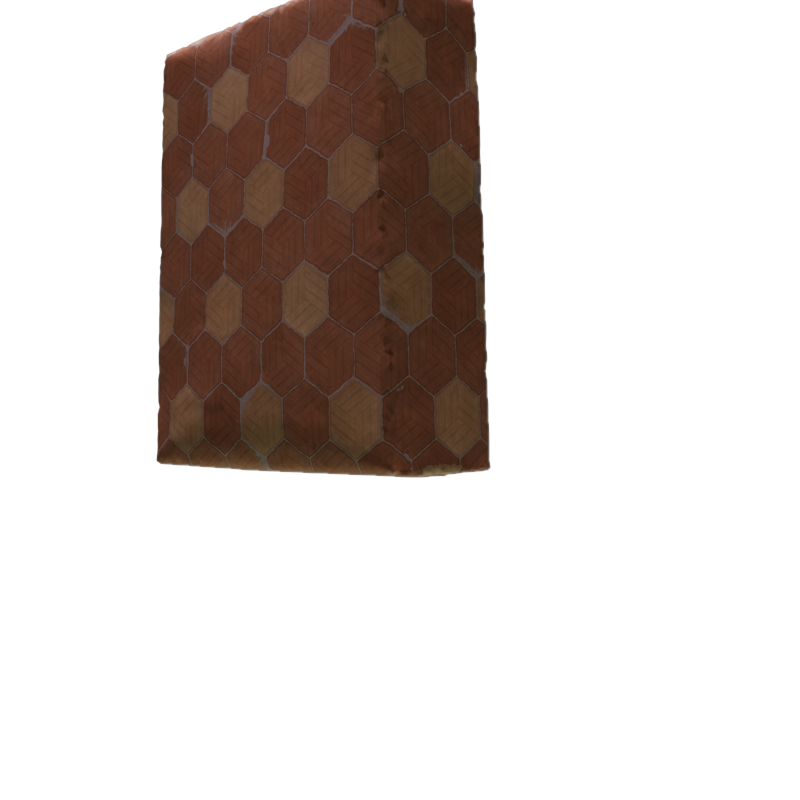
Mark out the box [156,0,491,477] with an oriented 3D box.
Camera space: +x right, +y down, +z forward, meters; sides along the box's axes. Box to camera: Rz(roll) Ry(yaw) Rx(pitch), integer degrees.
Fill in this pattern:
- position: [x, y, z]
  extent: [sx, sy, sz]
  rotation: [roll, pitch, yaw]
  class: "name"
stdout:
- position: [-0.041, -0.075, 0.526]
  extent: [0.068, 0.218, 0.169]
  rotation: [8, -10, -44]
  class: "box"
